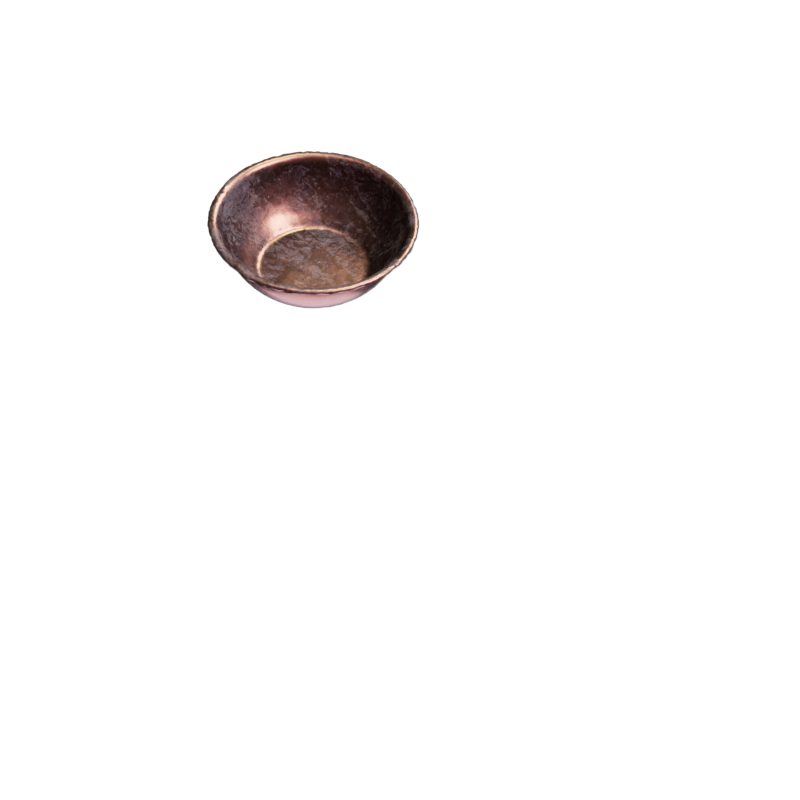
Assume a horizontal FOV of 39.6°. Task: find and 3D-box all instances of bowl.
[{"bbox_3d":[-0.068,-0.124,0.866,0.162,0.174,0.051,-1,-42,-1],"label":"bowl"}]
